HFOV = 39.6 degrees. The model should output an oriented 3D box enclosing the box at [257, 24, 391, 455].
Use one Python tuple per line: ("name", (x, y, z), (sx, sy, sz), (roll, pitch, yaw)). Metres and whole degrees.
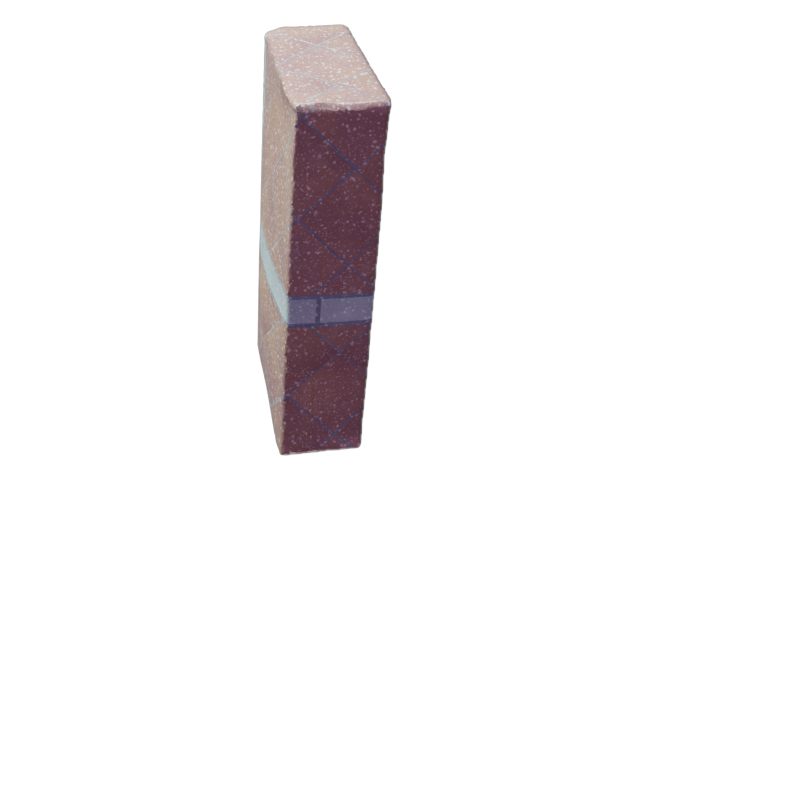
("box", (-0.040, -0.072, 0.505), (0.047, 0.165, 0.100), (-5, 34, -12))
